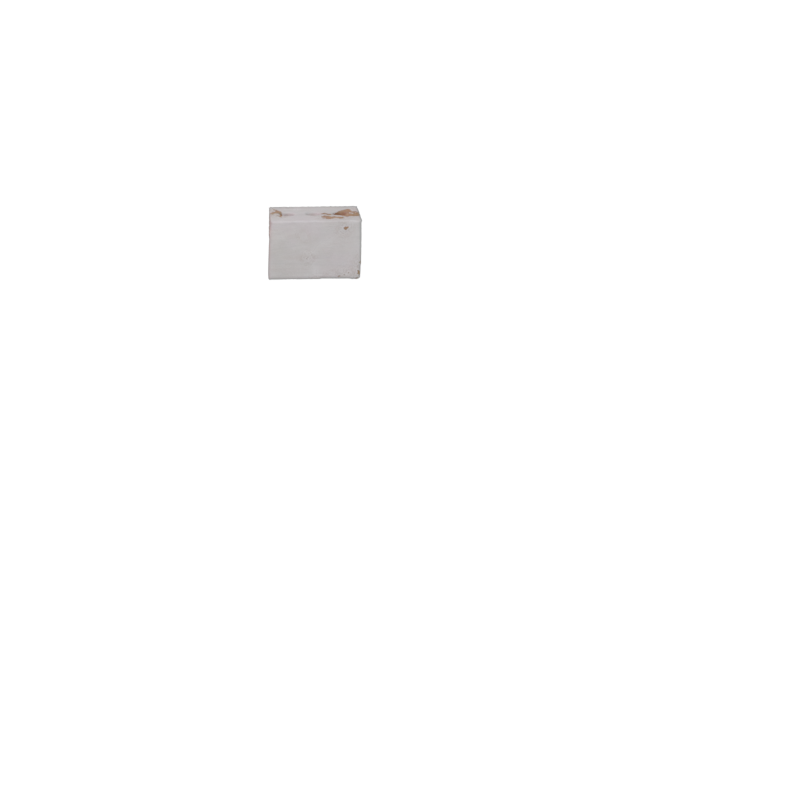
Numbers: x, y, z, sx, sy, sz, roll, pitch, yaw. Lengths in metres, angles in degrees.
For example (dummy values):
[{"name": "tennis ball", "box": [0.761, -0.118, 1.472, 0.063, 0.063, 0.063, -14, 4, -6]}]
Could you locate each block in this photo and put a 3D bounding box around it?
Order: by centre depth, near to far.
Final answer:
[{"name": "block", "box": [-0.073, -0.134, 0.938, 0.077, 0.049, 0.055, -1, 21, -5]}]
